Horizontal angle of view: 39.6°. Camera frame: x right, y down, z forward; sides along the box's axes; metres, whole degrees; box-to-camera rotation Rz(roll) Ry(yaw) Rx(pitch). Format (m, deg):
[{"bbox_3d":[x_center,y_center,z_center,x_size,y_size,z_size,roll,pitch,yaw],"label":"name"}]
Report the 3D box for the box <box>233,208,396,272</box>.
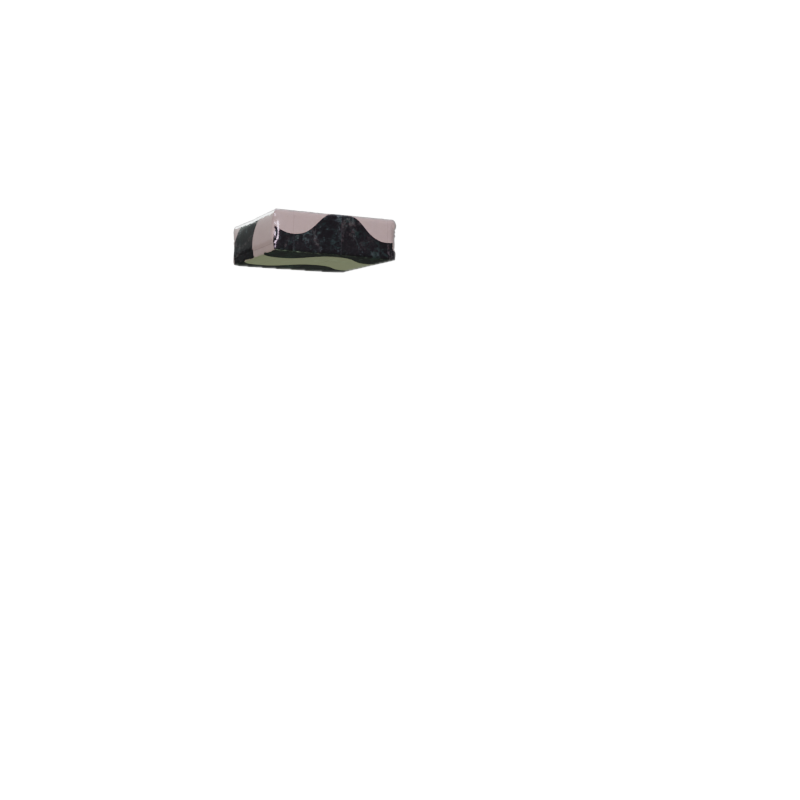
[{"bbox_3d":[-0.058,-0.106,0.742,0.086,0.031,0.074,1,-3,-27],"label":"box"}]
